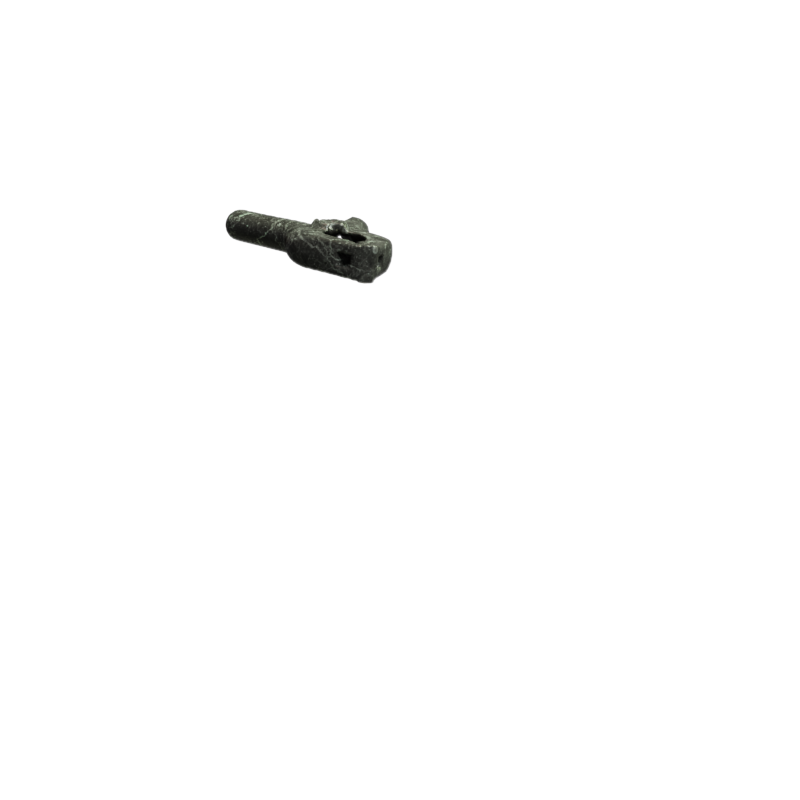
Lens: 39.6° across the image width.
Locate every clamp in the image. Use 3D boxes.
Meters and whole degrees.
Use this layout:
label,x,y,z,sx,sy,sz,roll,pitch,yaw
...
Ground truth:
label,x,y,z,sx,sy,sz,roll,pitch,yaw
clamp,-0.066,-0.120,0.841,0.118,0.038,0.179,-3,15,-13
